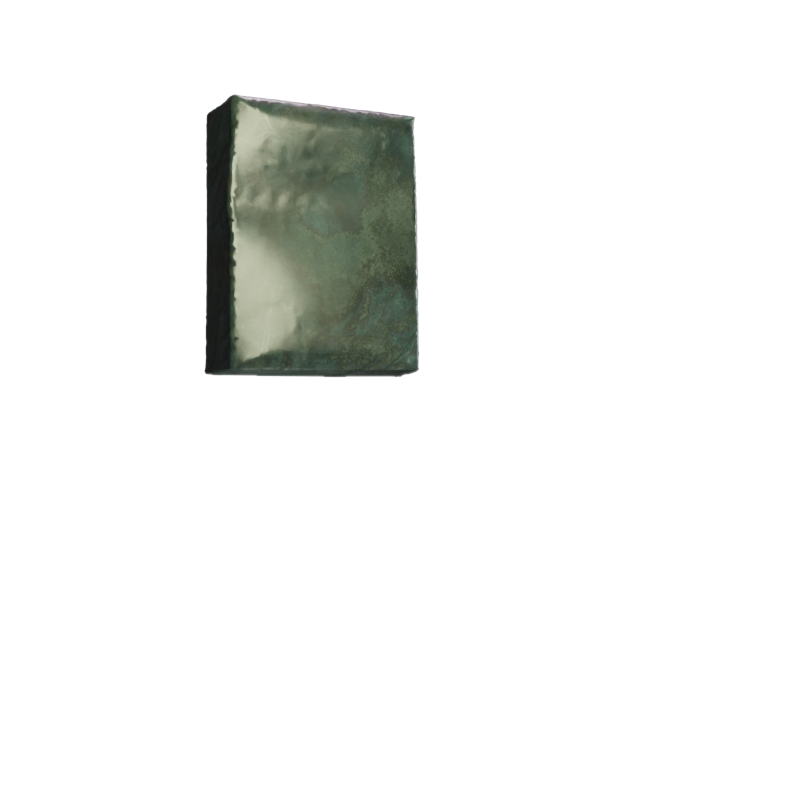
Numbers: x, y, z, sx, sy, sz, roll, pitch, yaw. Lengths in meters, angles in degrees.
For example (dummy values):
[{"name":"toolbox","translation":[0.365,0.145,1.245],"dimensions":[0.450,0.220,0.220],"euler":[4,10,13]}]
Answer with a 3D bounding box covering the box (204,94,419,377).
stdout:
[{"name":"box","translation":[-0.069,-0.127,0.887],"dimensions":[0.159,0.218,0.073],"euler":[2,-8,-25]}]
